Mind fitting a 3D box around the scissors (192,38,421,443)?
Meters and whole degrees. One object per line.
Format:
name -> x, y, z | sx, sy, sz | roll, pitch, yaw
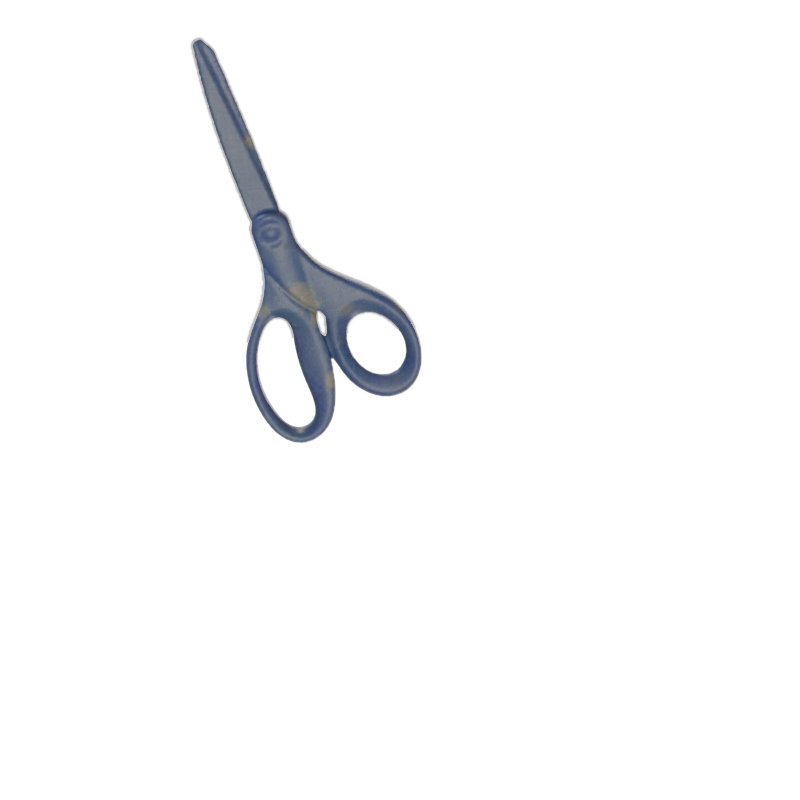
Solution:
scissors -> -0.042, -0.077, 0.537 | 0.096, 0.196, 0.016 | -4, 12, 1
